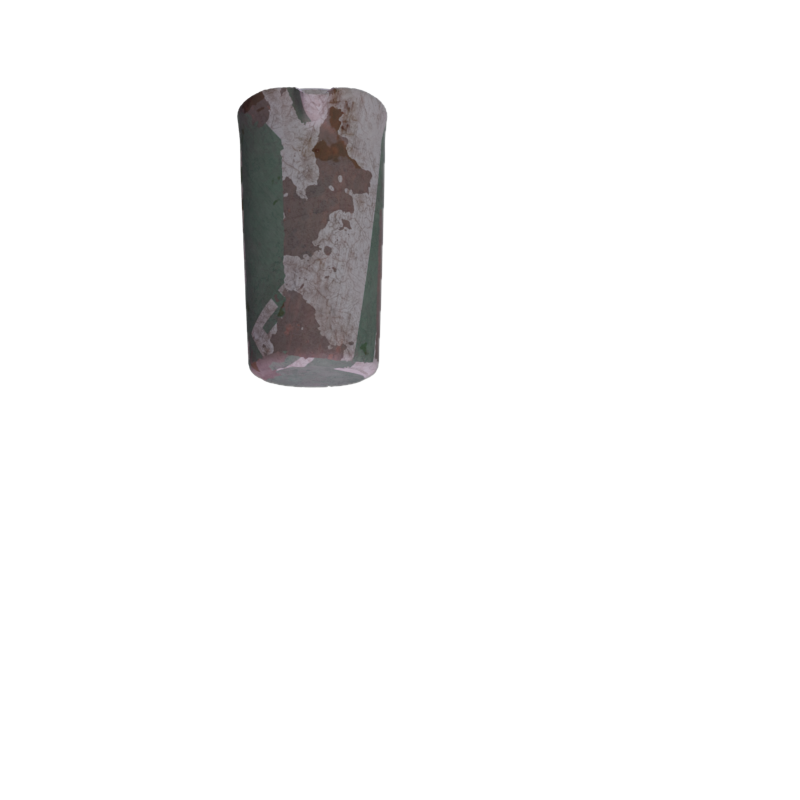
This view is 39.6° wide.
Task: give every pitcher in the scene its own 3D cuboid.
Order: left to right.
[{"bbox_3d":[-0.075,-0.137,0.959,0.148,0.253,0.140,-14,-21,38],"label":"pitcher"}]
